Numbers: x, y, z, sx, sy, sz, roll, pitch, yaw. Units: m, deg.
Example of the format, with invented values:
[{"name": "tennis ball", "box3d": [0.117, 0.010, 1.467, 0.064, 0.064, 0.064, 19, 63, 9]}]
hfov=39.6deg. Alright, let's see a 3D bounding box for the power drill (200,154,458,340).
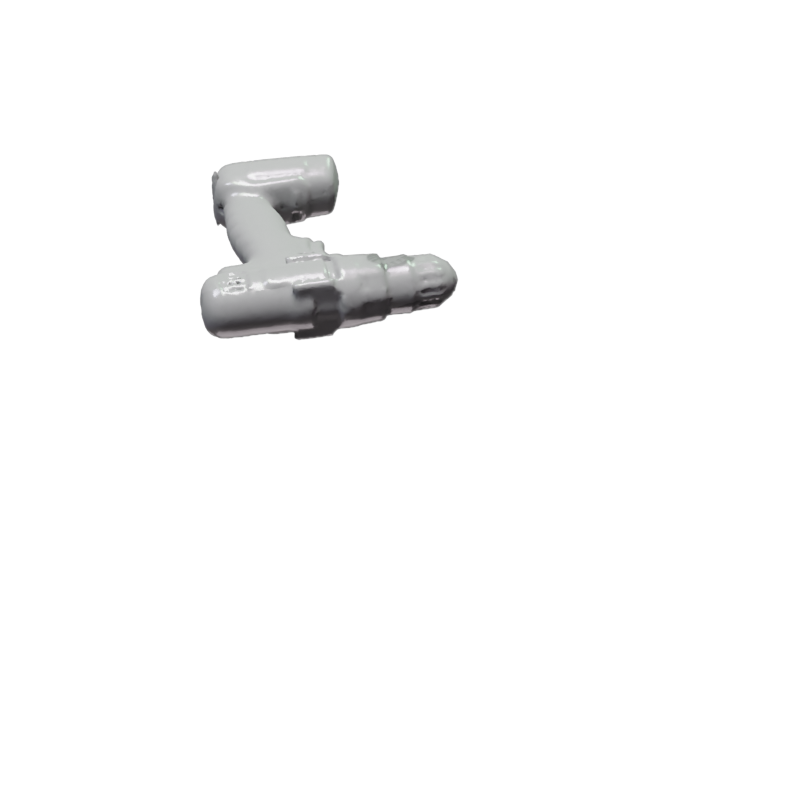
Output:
[{"name": "power drill", "box3d": [-0.066, -0.121, 0.844, 0.182, 0.054, 0.202, -7, 37, -10]}]
